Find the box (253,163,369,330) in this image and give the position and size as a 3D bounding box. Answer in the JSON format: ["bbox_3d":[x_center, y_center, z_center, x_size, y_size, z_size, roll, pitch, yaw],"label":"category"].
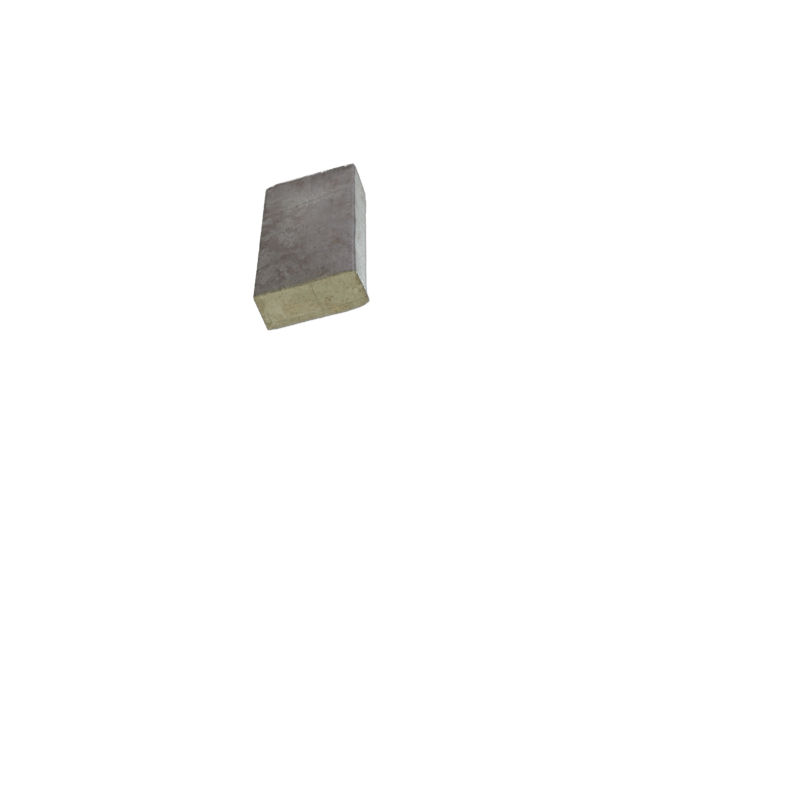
[{"bbox_3d":[-0.078,-0.142,0.996,0.094,0.044,0.189,-15,41,9],"label":"box"}]
